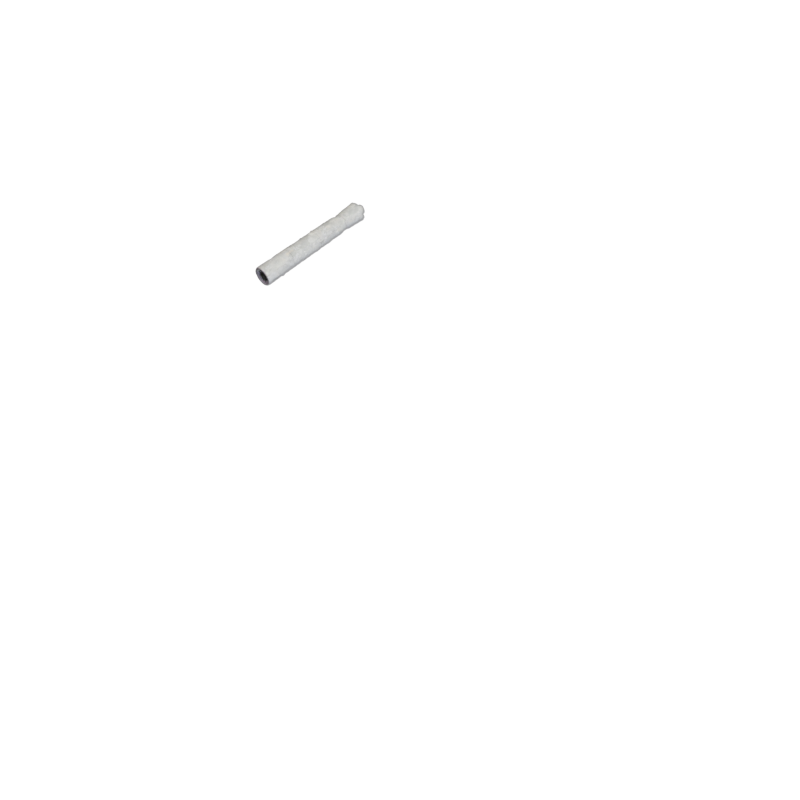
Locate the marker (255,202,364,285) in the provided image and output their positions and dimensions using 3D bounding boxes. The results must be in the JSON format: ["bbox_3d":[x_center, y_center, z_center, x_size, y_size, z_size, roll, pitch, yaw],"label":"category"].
[{"bbox_3d":[-0.077,-0.140,0.984,0.122,0.019,0.021,-39,24,-27],"label":"marker"}]
